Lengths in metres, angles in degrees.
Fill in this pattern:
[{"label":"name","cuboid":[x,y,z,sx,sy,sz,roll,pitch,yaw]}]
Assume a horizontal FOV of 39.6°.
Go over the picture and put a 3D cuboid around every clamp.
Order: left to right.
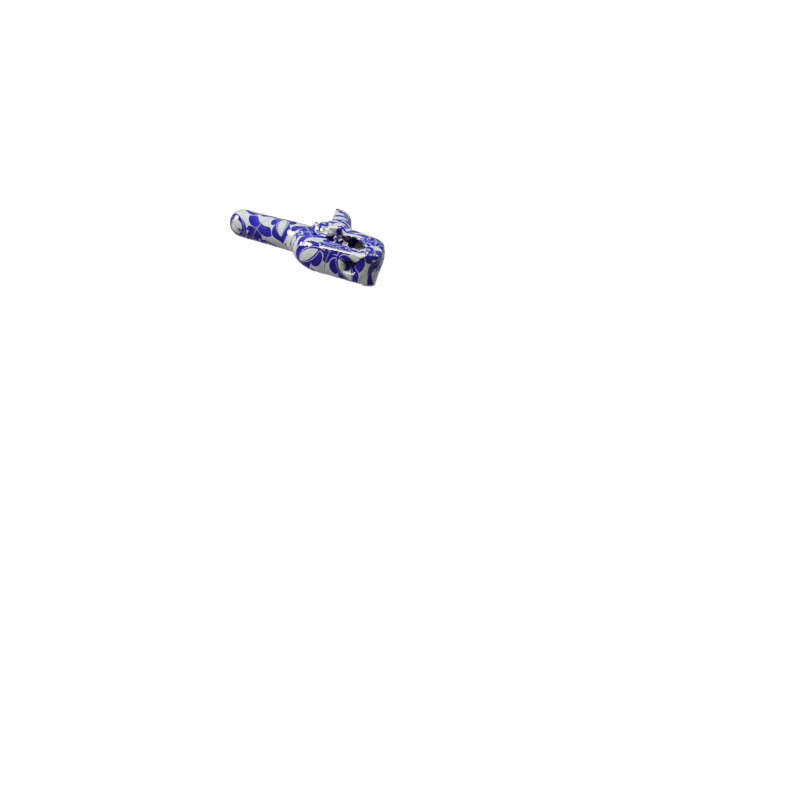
[{"label":"clamp","cuboid":[-0.076,-0.138,0.969,0.118,0.038,0.182,-8,22,-19]}]
